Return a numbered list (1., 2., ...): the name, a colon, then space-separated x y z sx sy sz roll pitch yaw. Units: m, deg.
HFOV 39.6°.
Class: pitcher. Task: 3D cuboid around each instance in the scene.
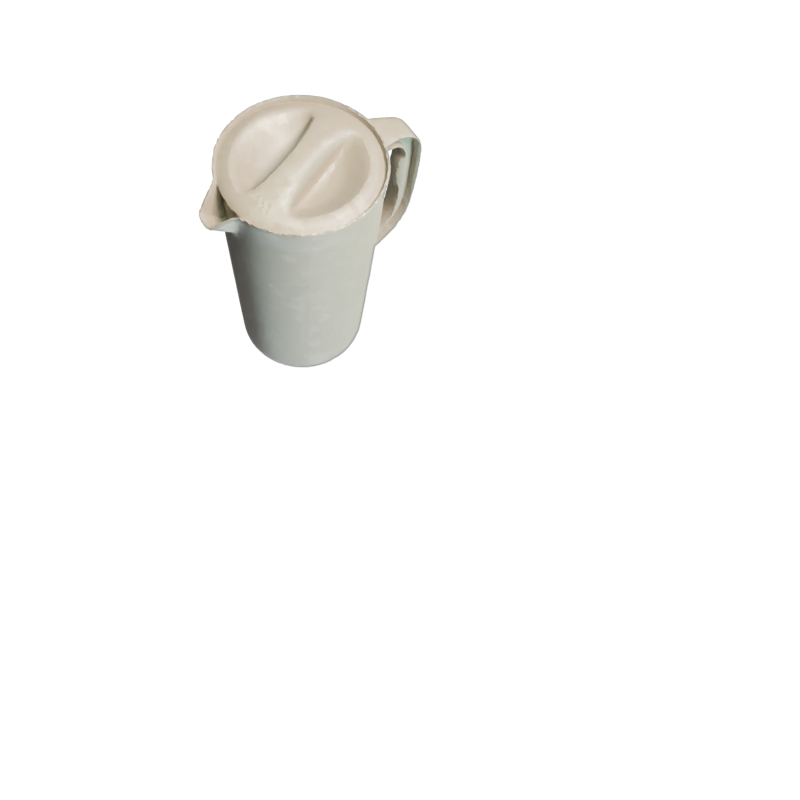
1. pitcher: -0.072 -0.131 0.920 0.151 0.153 0.228 12 -28 3
